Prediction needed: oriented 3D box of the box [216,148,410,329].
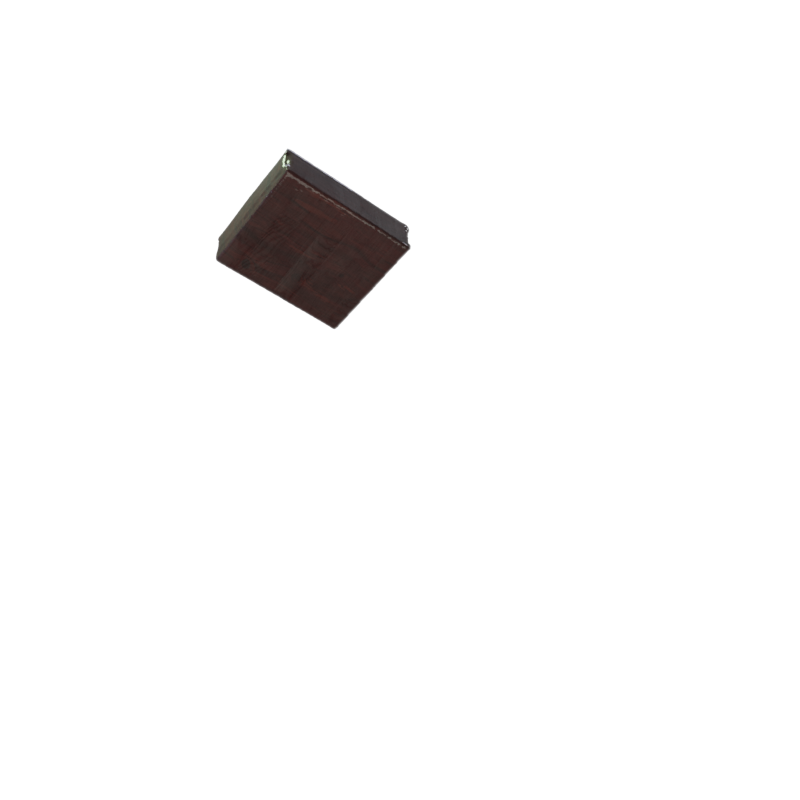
[{"bbox_3d":[-0.050,-0.092,0.644,0.085,0.071,0.032,31,29,-20],"label":"box"}]
